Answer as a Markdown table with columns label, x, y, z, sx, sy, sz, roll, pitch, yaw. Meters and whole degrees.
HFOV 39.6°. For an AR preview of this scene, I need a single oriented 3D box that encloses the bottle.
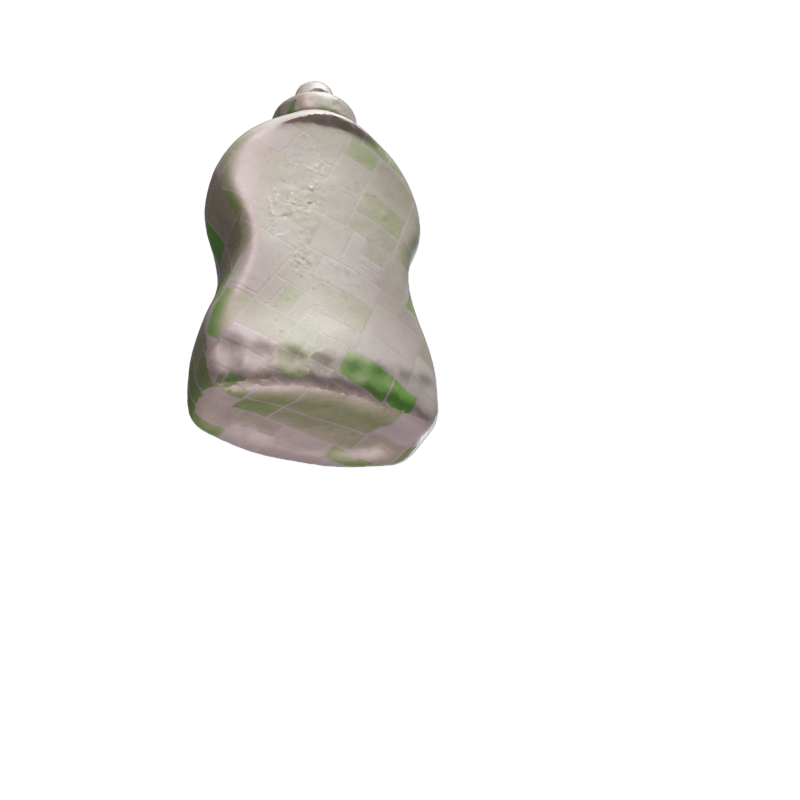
| label | x | y | z | sx | sy | sz | roll | pitch | yaw |
| --- | --- | --- | --- | --- | --- | --- | --- | --- | --- |
| bottle | -0.038 | -0.069 | 0.483 | 0.094 | 0.206 | 0.056 | 10 | -40 | -16 |
